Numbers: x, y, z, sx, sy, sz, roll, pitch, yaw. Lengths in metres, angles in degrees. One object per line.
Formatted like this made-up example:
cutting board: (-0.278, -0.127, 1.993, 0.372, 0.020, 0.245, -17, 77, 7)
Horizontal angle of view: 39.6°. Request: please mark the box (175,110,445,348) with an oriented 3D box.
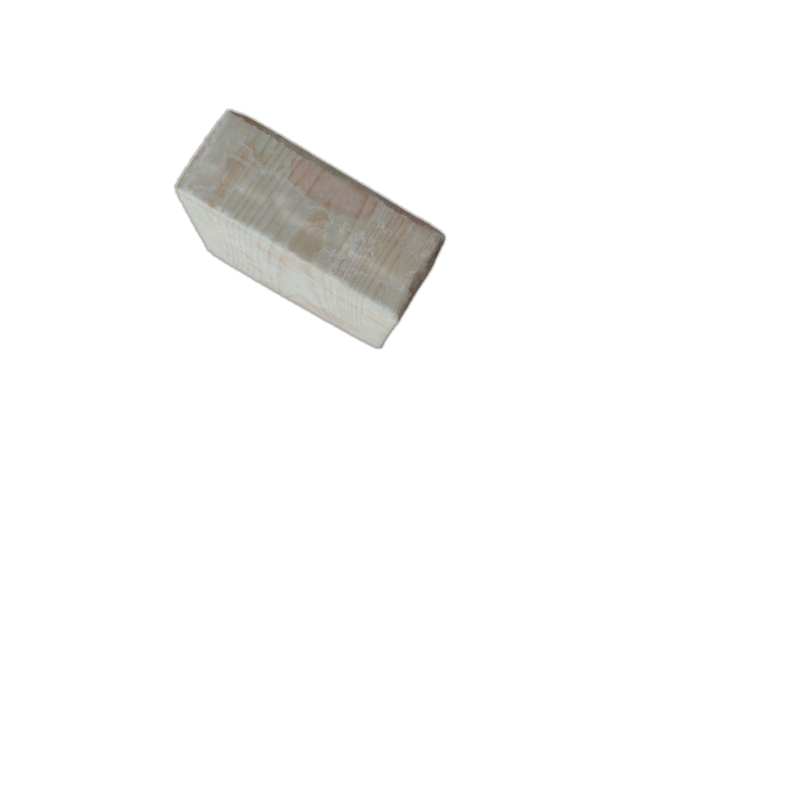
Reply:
box: (-0.062, -0.113, 0.788, 0.166, 0.073, 0.210, 31, -5, 1)
